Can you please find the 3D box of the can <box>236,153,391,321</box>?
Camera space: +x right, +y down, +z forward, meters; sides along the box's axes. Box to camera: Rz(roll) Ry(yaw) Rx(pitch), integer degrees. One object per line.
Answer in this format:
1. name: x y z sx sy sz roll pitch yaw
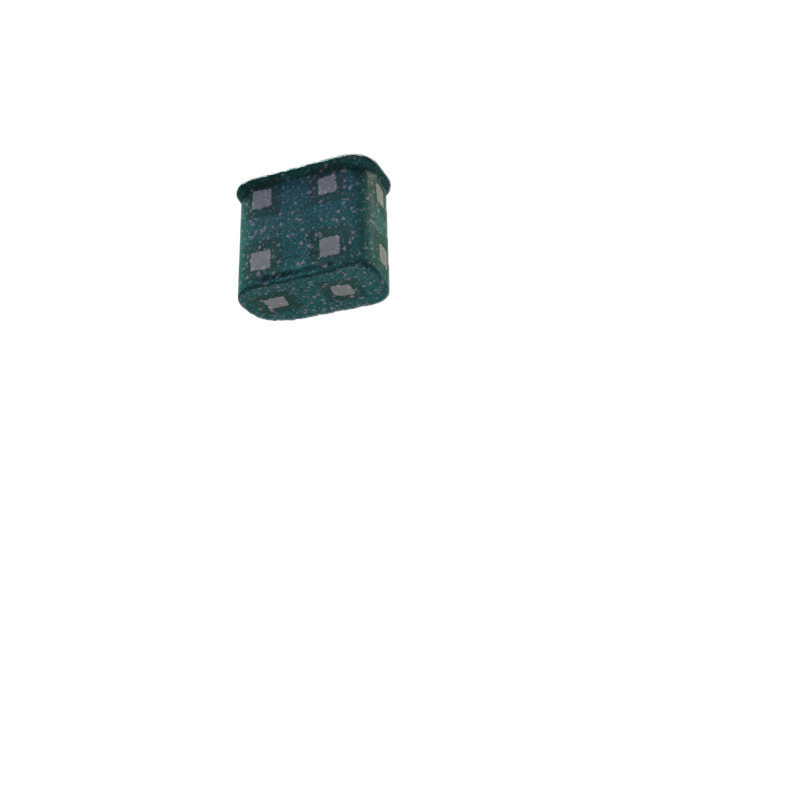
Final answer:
1. can: -0.057 -0.103 0.725 0.103 0.089 0.053 -11 -29 20
